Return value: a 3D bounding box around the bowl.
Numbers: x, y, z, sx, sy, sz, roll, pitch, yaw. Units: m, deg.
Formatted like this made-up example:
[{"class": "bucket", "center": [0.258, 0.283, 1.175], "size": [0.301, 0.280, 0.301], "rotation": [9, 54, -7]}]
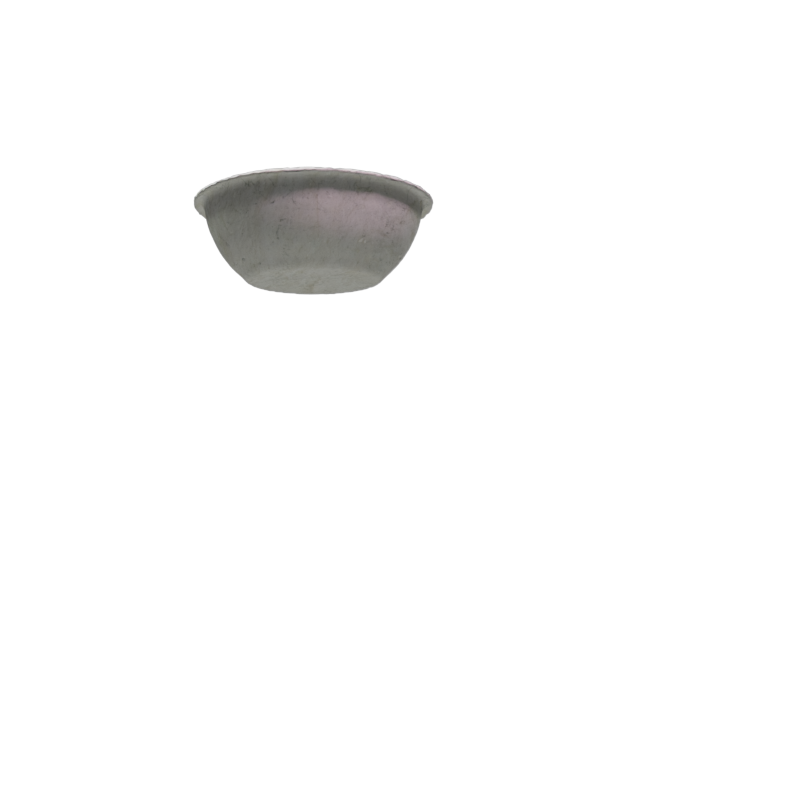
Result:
[{"class": "bowl", "center": [-0.058, -0.106, 0.745], "size": [0.162, 0.056, 0.158], "rotation": [0, -7, -2]}]
